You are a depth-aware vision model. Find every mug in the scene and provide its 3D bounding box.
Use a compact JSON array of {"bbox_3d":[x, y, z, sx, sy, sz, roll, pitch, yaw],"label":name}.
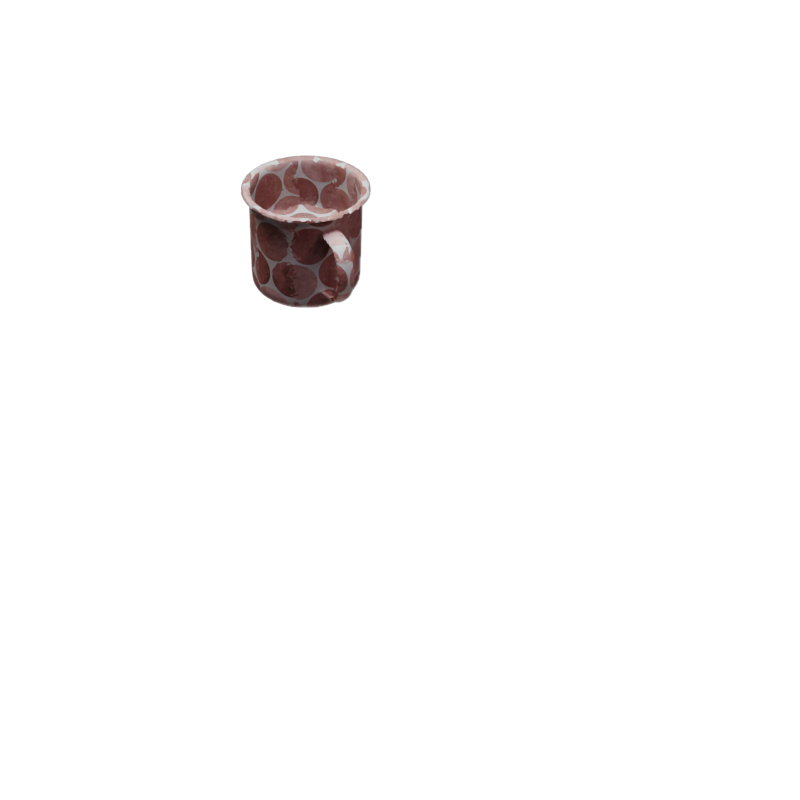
[{"bbox_3d":[-0.063,-0.115,0.804,0.092,0.076,0.127,-18,42,-23],"label":"mug"}]
